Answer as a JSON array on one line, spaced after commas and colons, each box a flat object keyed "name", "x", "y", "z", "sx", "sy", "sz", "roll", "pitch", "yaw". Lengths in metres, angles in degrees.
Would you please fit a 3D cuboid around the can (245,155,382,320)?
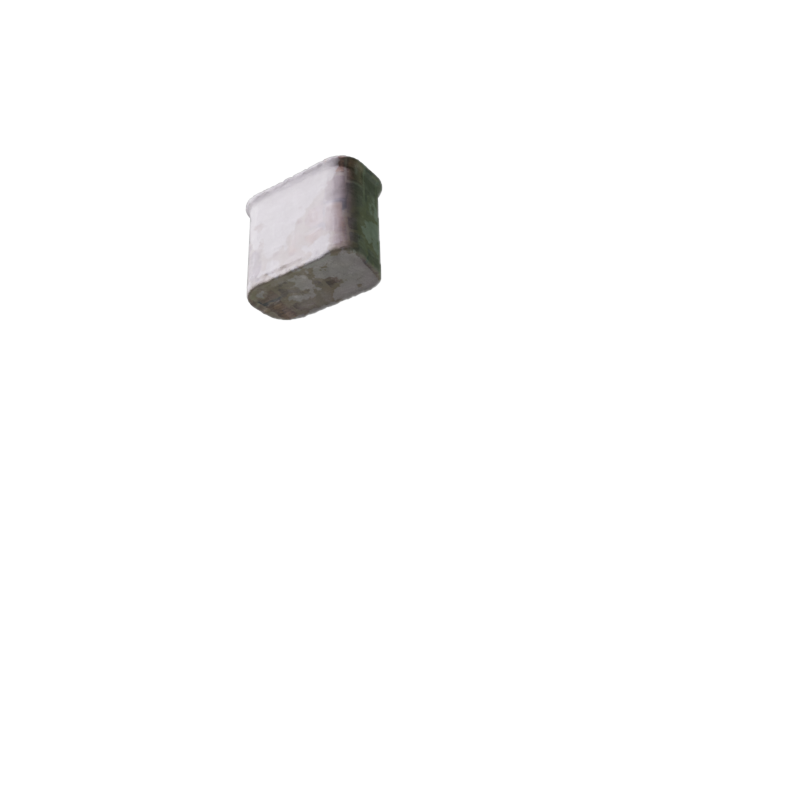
[{"name": "can", "x": -0.062, "y": -0.113, "z": 0.790, "sx": 0.102, "sy": 0.090, "sz": 0.053, "roll": -22, "pitch": -39, "yaw": 27}]
